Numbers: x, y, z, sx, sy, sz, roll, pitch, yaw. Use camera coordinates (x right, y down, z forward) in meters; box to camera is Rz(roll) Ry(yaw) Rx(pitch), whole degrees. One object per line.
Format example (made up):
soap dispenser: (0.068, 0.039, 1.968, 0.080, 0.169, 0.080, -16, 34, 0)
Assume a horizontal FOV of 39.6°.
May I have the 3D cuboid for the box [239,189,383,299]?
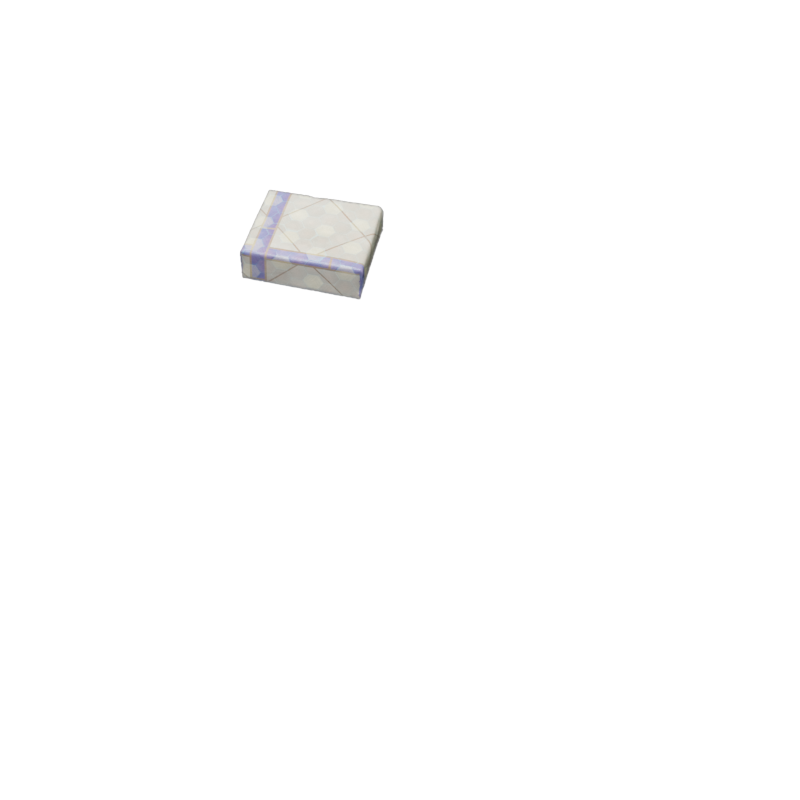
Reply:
box: (-0.062, -0.114, 0.797, 0.091, 0.028, 0.077, 9, 46, 9)
